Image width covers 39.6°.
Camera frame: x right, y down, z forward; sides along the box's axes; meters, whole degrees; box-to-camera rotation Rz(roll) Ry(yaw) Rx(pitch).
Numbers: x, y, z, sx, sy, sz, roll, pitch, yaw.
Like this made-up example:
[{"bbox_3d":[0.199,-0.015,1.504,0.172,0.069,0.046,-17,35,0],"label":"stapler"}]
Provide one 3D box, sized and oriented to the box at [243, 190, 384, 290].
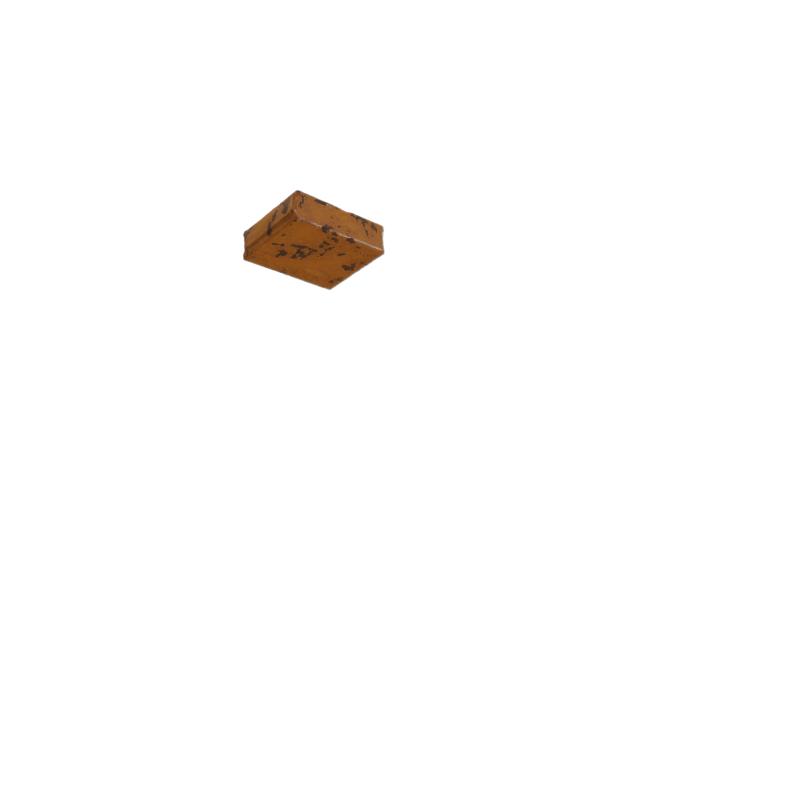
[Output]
[{"bbox_3d":[-0.069,-0.125,0.878,0.084,0.032,0.073,19,-33,-33],"label":"box"}]
